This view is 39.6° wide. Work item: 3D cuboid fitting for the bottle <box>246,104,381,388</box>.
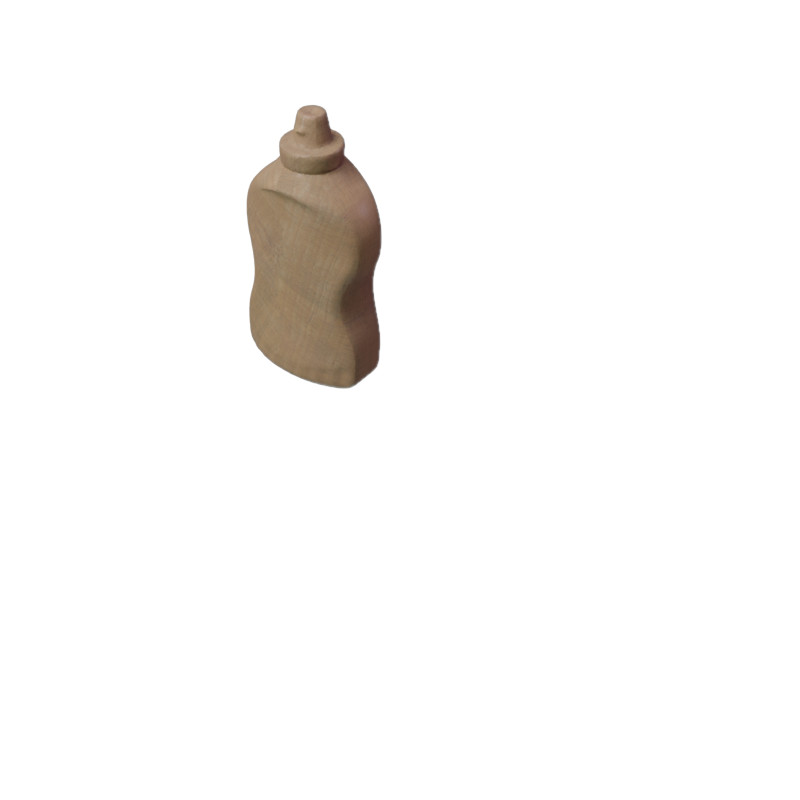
[{"bbox_3d":[-0.057,-0.103,0.725,0.102,0.179,0.059,28,43,30],"label":"bottle"}]
